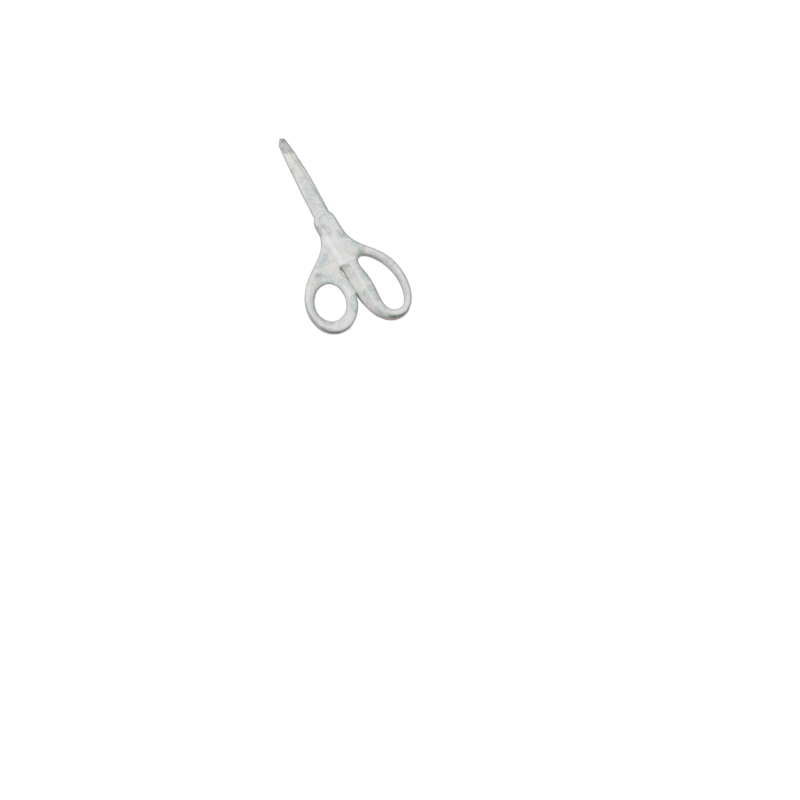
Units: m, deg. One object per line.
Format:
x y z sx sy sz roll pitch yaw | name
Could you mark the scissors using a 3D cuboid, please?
-0.074 -0.135 0.944 0.097 0.213 0.015 -36 -22 -17 | scissors
